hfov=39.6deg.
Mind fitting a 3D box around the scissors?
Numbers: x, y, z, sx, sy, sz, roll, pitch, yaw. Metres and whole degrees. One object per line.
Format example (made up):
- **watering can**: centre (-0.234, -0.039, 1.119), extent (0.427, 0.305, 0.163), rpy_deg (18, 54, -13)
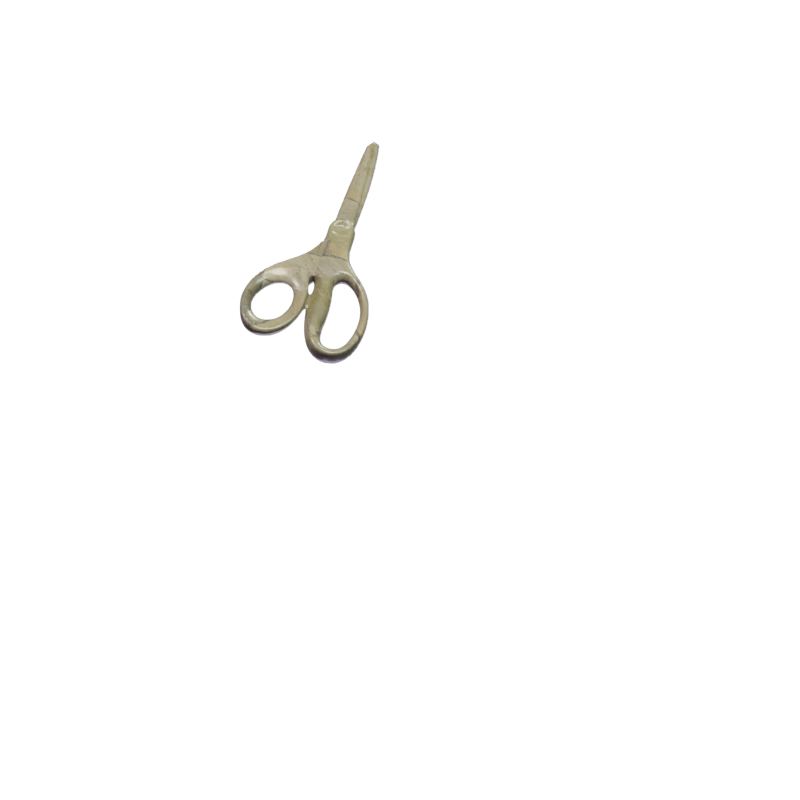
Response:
- **scissors**: centre (-0.062, -0.112, 0.787), extent (0.096, 0.216, 0.015), rpy_deg (-1, -38, -1)
